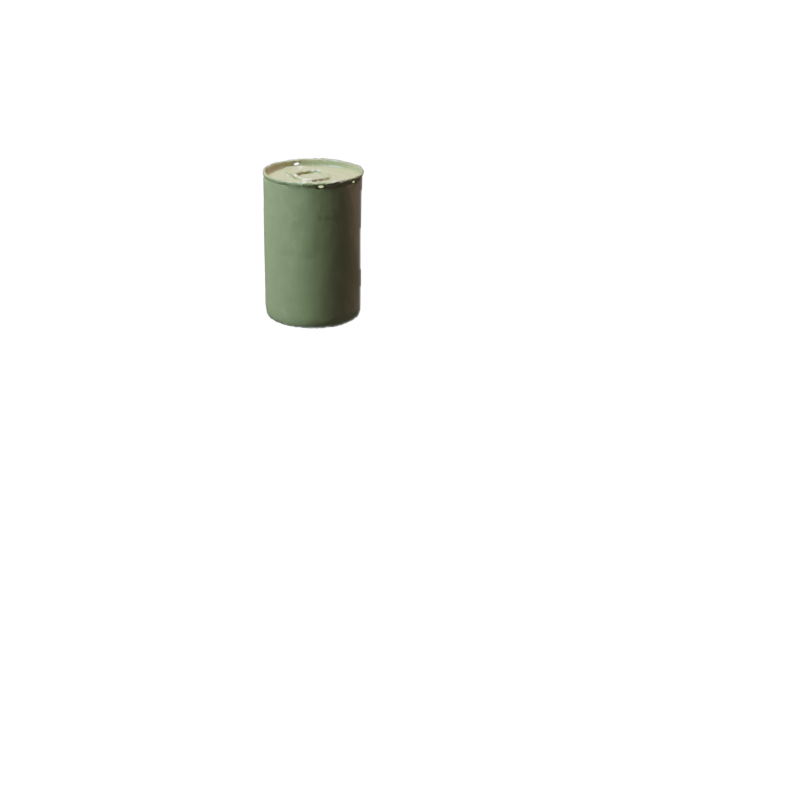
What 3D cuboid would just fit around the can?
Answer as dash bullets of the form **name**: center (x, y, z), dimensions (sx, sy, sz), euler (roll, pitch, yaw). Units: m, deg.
- **can**: center (-0.059, -0.108, 0.757), dimensions (0.068, 0.098, 0.072), euler (0, 21, -2)
